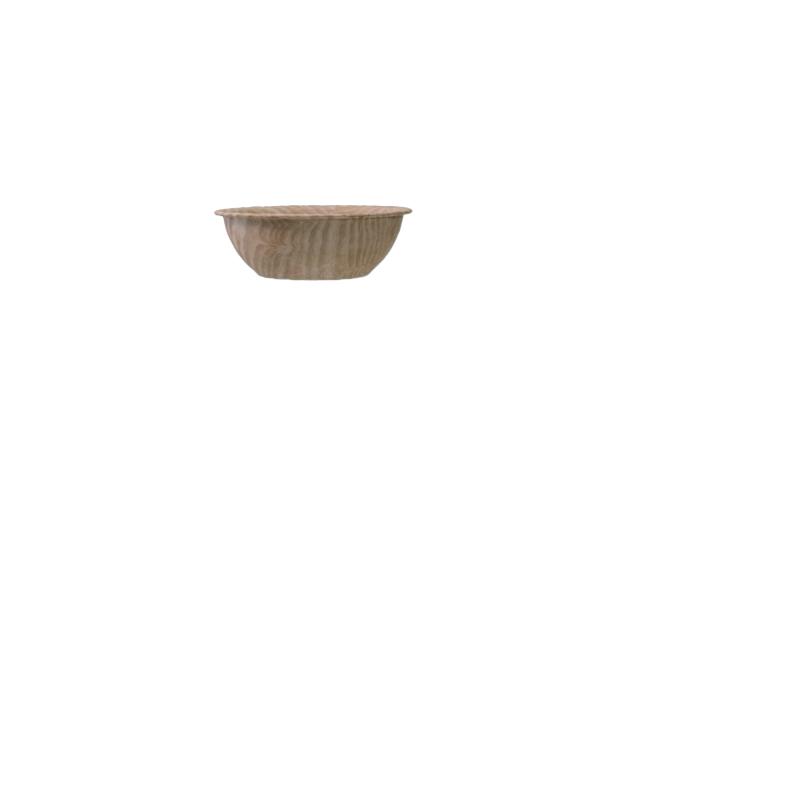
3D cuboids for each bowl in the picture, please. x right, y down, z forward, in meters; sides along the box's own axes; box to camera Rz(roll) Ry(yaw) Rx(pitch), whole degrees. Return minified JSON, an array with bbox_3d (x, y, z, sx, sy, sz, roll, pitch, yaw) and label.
[{"bbox_3d":[-0.071,-0.129,0.906,0.162,0.054,0.165,0,11,-2],"label":"bowl"}]
